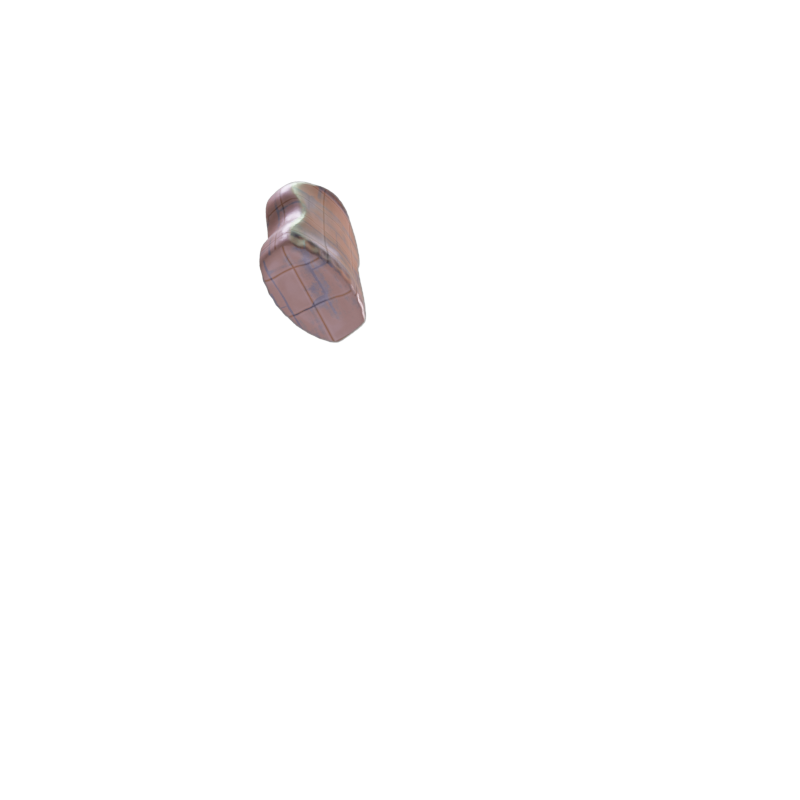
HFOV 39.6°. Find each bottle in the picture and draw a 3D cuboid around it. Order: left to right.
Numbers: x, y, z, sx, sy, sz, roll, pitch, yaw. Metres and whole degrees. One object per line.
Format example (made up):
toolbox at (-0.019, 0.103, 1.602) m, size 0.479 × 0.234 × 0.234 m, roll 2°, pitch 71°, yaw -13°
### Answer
bottle at (-0.073, -0.132, 0.929) m, size 0.058 × 0.091 × 0.204 m, roll -39°, pitch 26°, yaw 19°
